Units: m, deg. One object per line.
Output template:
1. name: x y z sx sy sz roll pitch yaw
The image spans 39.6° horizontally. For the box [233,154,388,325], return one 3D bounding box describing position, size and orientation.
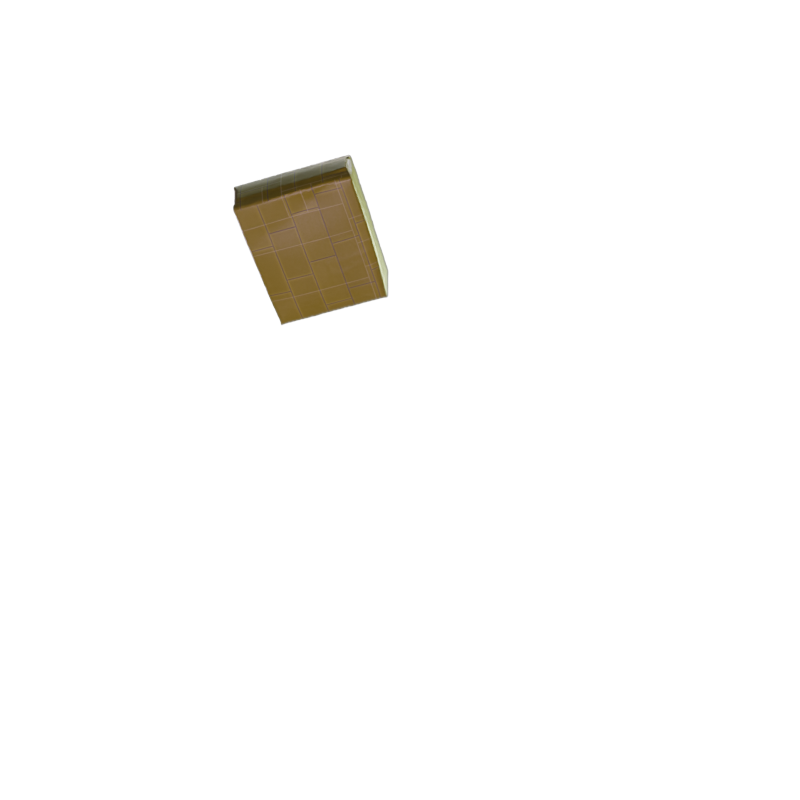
1. box: -0.064 -0.117 0.821 0.090 0.106 0.041 -13 33 8
